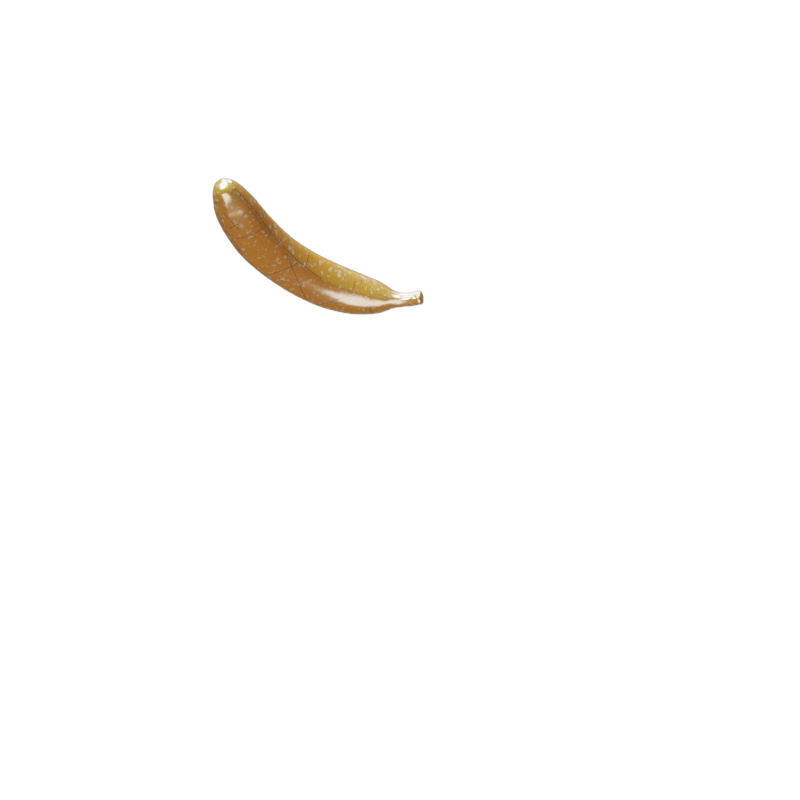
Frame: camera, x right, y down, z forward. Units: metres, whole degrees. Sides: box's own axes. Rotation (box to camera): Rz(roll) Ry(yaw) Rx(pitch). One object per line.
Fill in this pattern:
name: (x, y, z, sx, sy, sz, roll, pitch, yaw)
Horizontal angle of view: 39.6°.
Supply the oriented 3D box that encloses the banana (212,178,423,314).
banana: (-0.075, -0.110, 0.853, 0.187, 0.039, 0.069, 26, -45, -30)
